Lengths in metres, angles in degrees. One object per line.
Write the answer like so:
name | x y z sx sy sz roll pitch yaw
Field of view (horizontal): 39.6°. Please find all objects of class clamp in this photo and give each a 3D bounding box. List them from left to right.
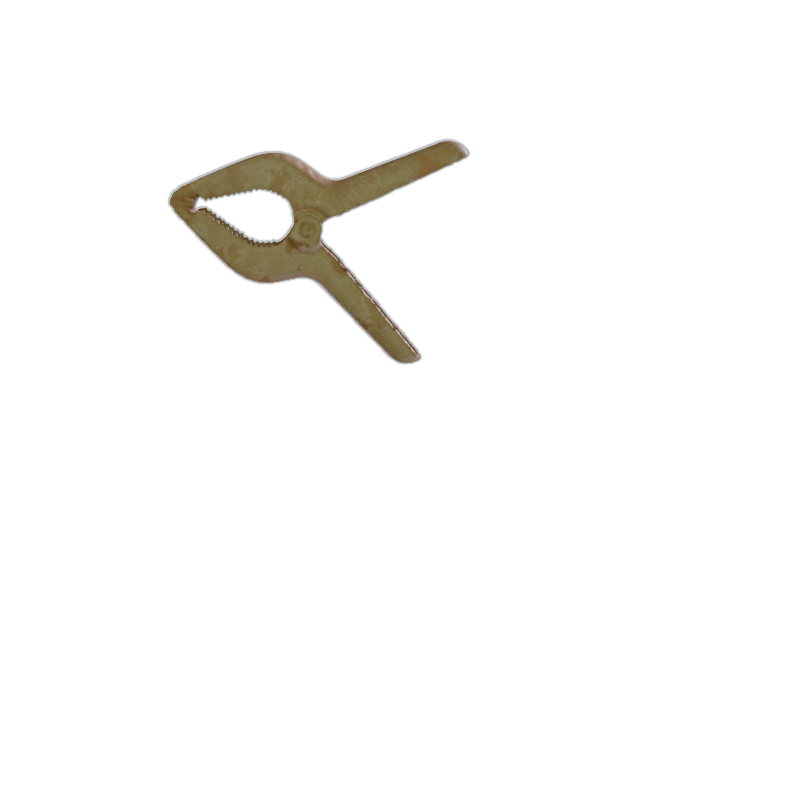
clamp | -0.063 -0.115 0.802 0.210 0.162 0.037 6 6 -1
